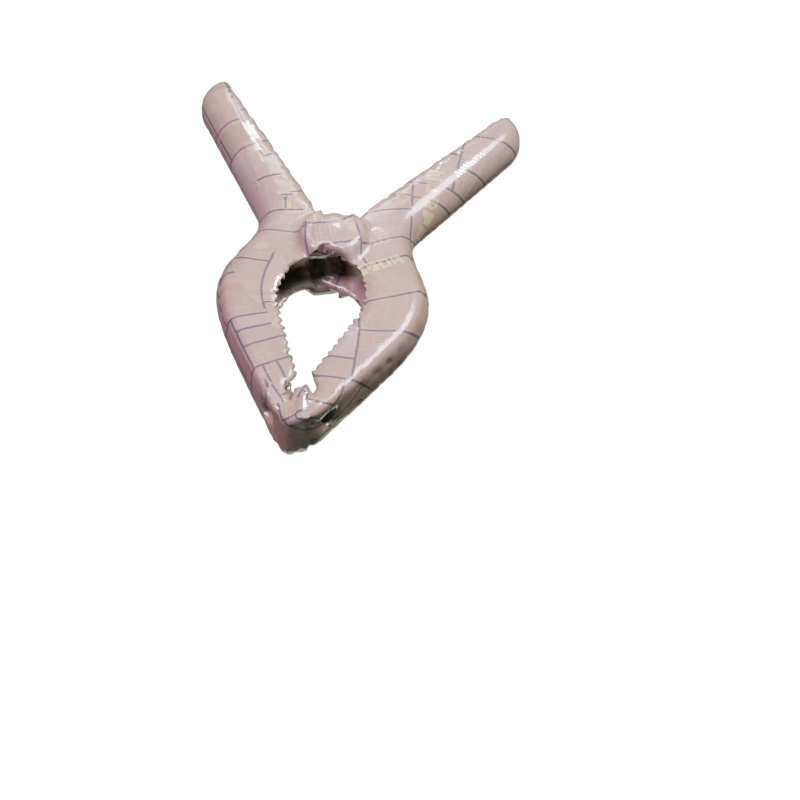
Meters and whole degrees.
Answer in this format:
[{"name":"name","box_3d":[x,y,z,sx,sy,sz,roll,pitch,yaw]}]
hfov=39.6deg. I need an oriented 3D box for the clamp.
[{"name":"clamp","box_3d":[-0.041,-0.074,0.521,0.167,0.221,0.034,12,-37,9]}]
